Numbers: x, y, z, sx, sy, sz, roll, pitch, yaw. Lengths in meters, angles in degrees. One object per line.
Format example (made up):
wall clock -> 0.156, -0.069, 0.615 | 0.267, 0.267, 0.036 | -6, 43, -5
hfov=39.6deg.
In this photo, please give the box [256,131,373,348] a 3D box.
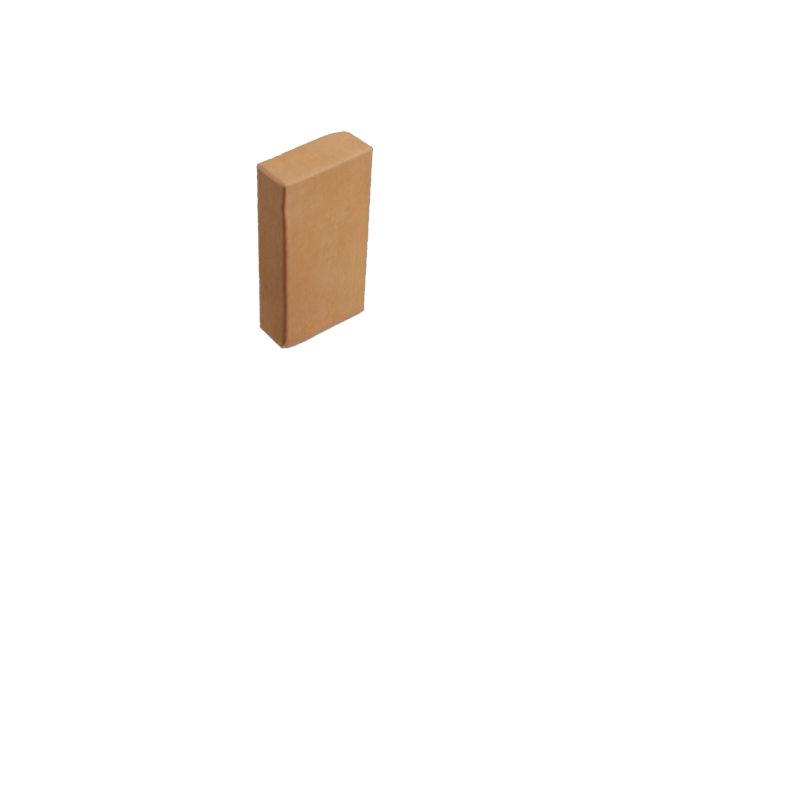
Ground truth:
box -> -0.073, -0.134, 0.936 | 0.093, 0.165, 0.052 | -27, 48, -32
